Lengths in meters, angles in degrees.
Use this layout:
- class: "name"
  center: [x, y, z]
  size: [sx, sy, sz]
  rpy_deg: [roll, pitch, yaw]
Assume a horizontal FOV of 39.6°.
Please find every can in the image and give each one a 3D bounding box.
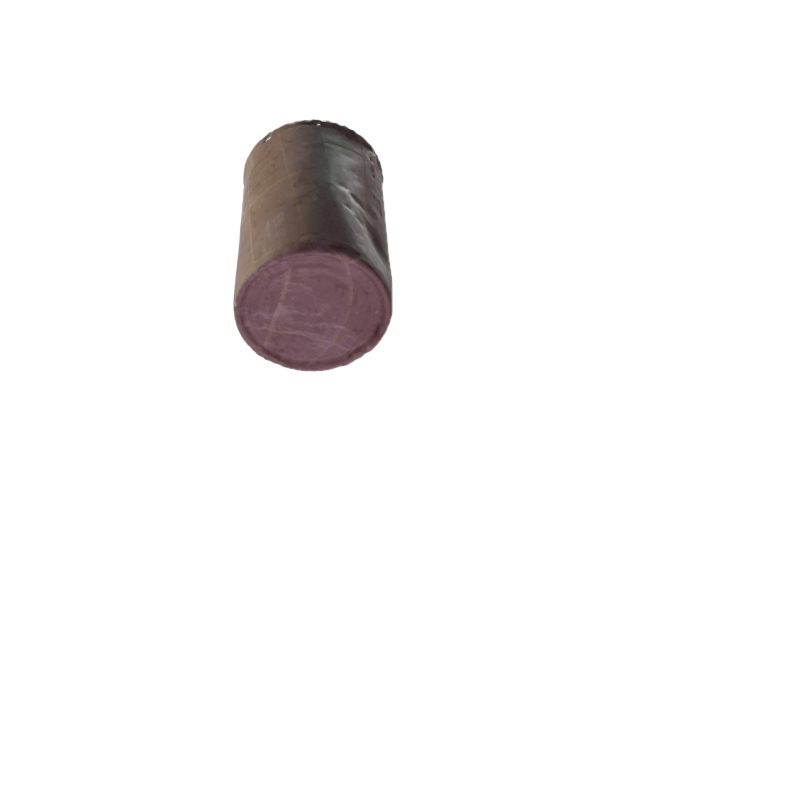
- class: "can"
  center: [-0.039, -0.071, 0.497]
  size: [0.068, 0.064, 0.110]
  rpy_deg: [-1, 41, -3]
